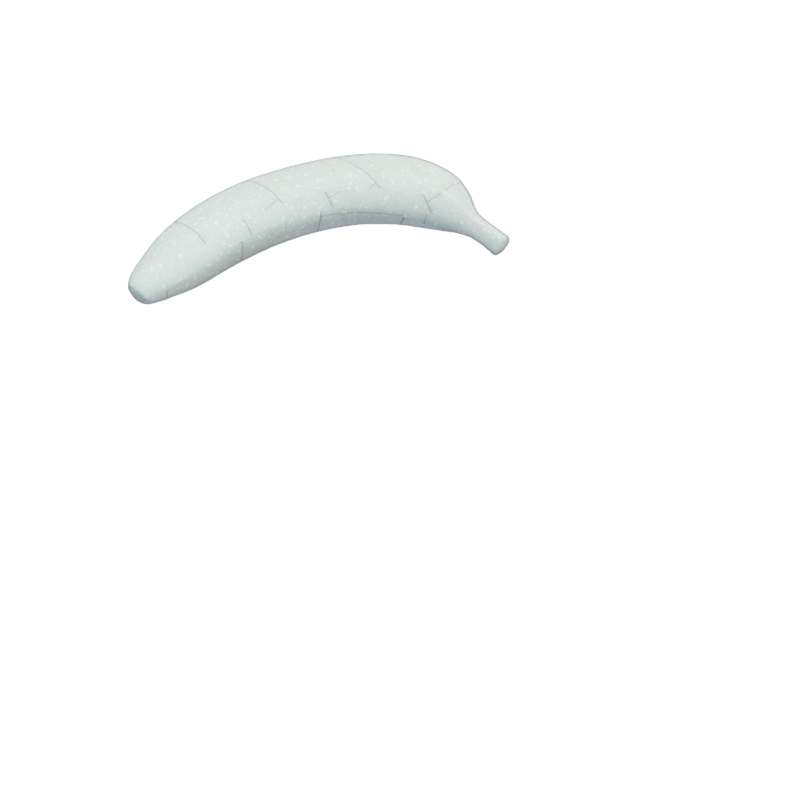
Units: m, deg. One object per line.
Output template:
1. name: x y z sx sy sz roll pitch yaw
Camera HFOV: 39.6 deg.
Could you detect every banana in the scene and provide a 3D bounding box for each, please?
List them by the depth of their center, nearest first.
1. banana: -0.046 -0.095 0.576 0.196 0.075 0.034 -11 -43 -10
